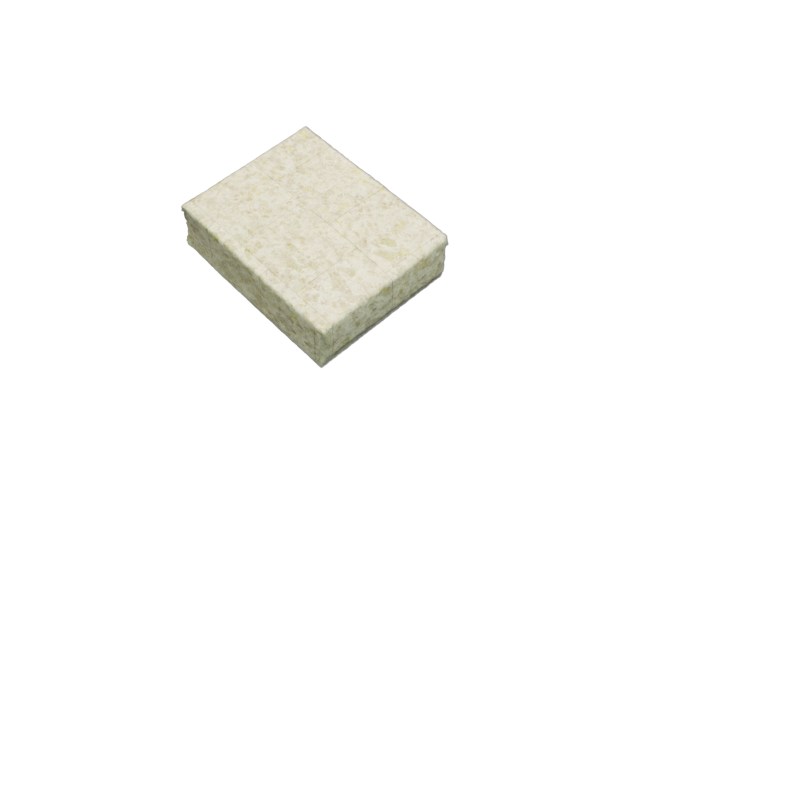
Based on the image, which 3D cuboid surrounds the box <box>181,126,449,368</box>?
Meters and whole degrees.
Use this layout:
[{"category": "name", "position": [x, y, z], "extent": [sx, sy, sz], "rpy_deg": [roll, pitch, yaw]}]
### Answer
[{"category": "box", "position": [-0.046, -0.084, 0.586], "extent": [0.090, 0.036, 0.121], "rpy_deg": [-37, 61, -26]}]
